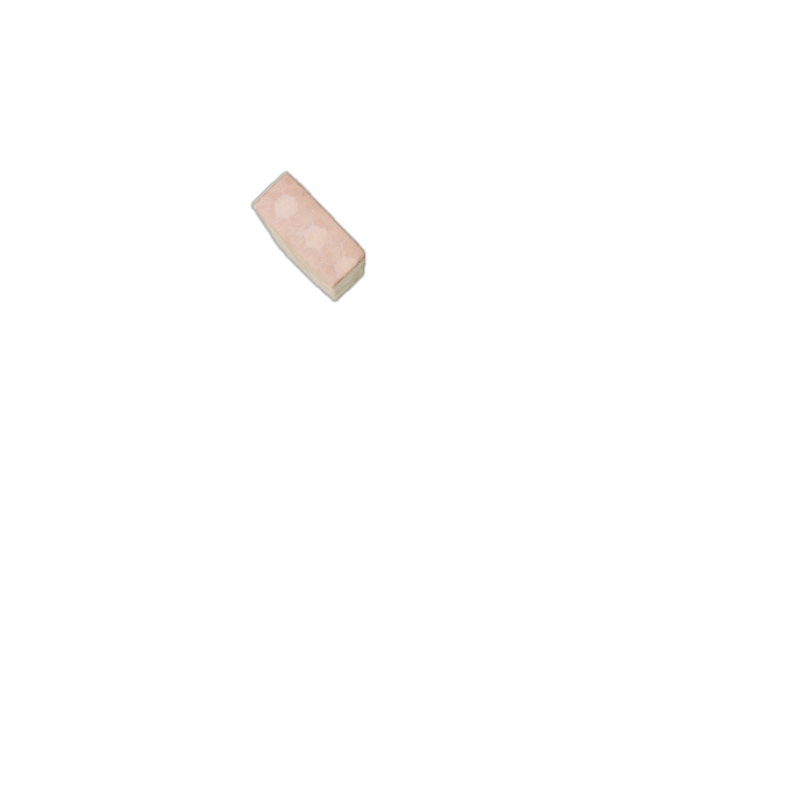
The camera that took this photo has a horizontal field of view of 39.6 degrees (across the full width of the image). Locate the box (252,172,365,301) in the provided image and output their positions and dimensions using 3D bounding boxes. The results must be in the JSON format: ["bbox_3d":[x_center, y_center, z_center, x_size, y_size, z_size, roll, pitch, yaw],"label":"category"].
[{"bbox_3d":[-0.073,-0.134,0.941,0.048,0.094,0.175,-44,1,-3],"label":"box"}]
